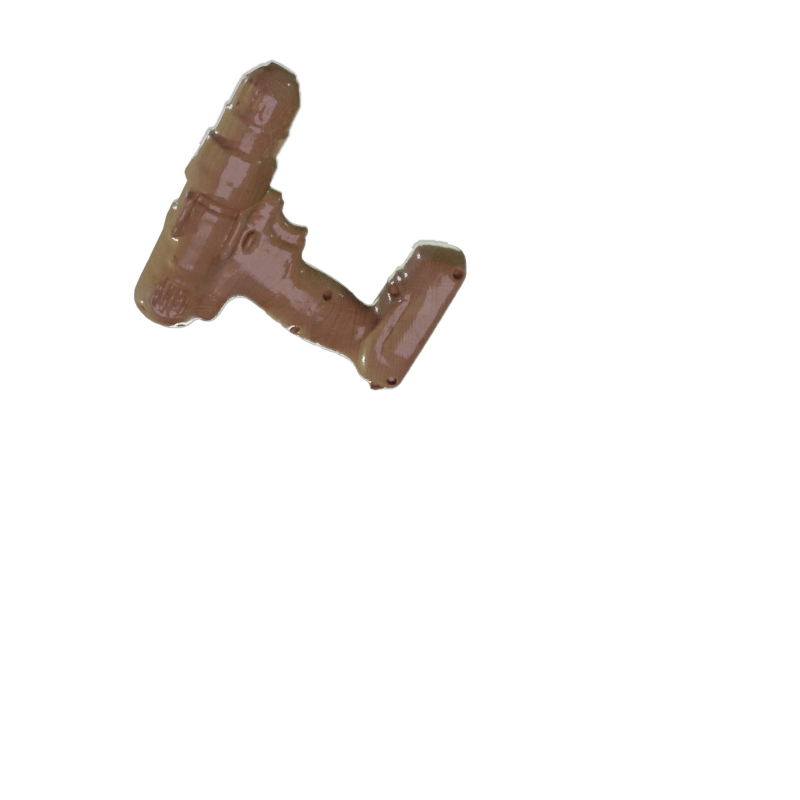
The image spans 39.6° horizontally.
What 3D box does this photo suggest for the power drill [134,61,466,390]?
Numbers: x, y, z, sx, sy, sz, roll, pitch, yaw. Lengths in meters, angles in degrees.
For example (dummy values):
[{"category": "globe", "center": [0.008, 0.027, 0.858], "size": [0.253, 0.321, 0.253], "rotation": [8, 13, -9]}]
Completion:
[{"category": "power drill", "center": [-0.056, -0.102, 0.712], "size": [0.183, 0.180, 0.060], "rotation": [26, 20, -11]}]
